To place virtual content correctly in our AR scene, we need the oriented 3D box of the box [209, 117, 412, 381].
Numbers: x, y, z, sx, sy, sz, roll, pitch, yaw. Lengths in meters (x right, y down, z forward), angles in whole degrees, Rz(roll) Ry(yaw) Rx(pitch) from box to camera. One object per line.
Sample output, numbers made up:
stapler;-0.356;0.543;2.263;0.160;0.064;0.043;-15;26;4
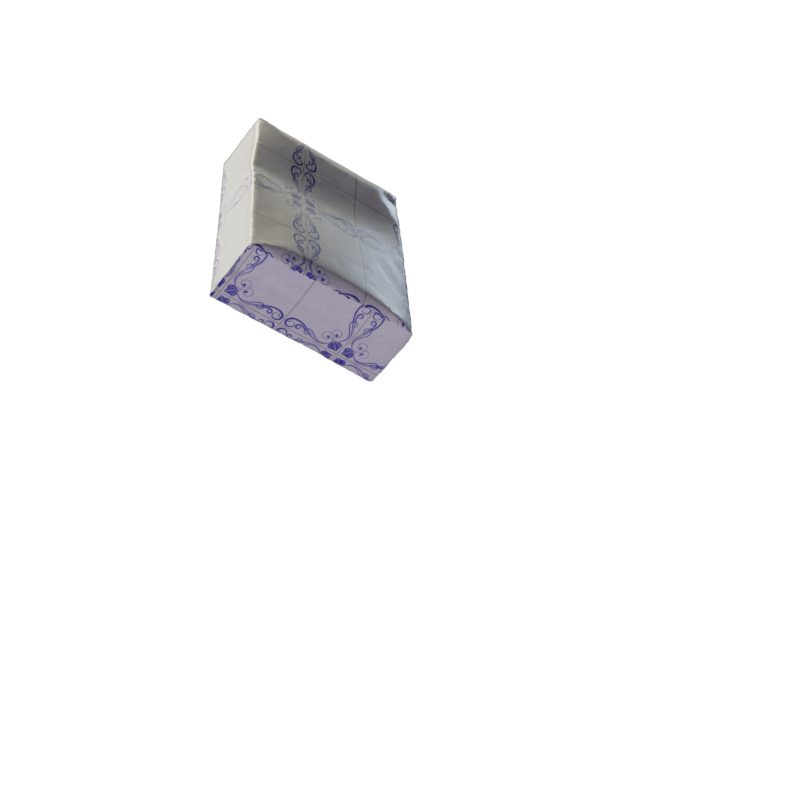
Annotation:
box;-0.076;-0.139;0.976;0.157;0.070;0.229;27;33;-23
